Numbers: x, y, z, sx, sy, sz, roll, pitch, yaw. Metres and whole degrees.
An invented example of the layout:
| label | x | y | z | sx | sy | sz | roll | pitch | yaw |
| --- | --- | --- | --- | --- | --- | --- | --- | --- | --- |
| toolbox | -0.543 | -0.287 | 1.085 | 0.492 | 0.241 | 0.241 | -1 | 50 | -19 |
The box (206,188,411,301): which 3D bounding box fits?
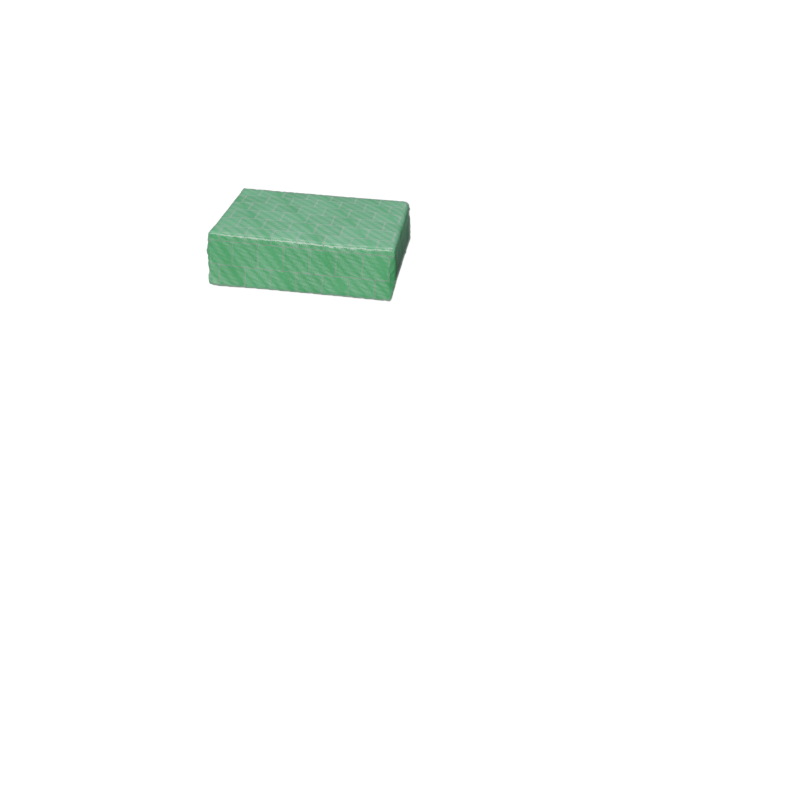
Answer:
| label | x | y | z | sx | sy | sz | roll | pitch | yaw |
| --- | --- | --- | --- | --- | --- | --- | --- | --- | --- |
| box | -0.053 | -0.098 | 0.683 | 0.115 | 0.037 | 0.093 | 4 | 25 | 7 |
